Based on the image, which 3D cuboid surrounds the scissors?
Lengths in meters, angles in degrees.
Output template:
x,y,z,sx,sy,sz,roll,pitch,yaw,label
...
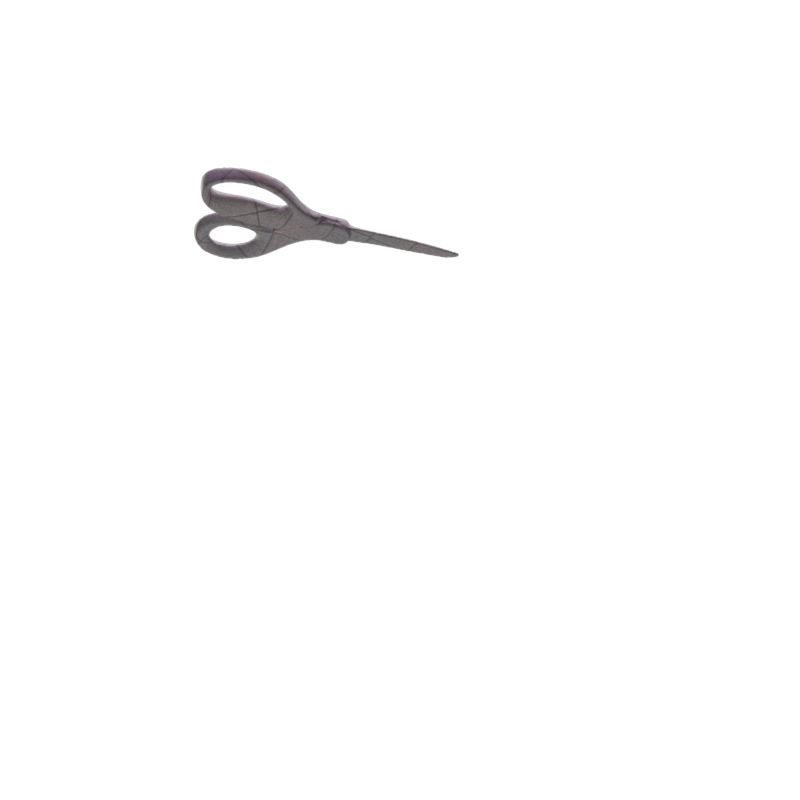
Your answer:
x,y,z,sx,sy,sz,roll,pitch,yaw,label
-0.064,-0.117,0.821,0.192,0.017,0.094,20,-39,-27,scissors
